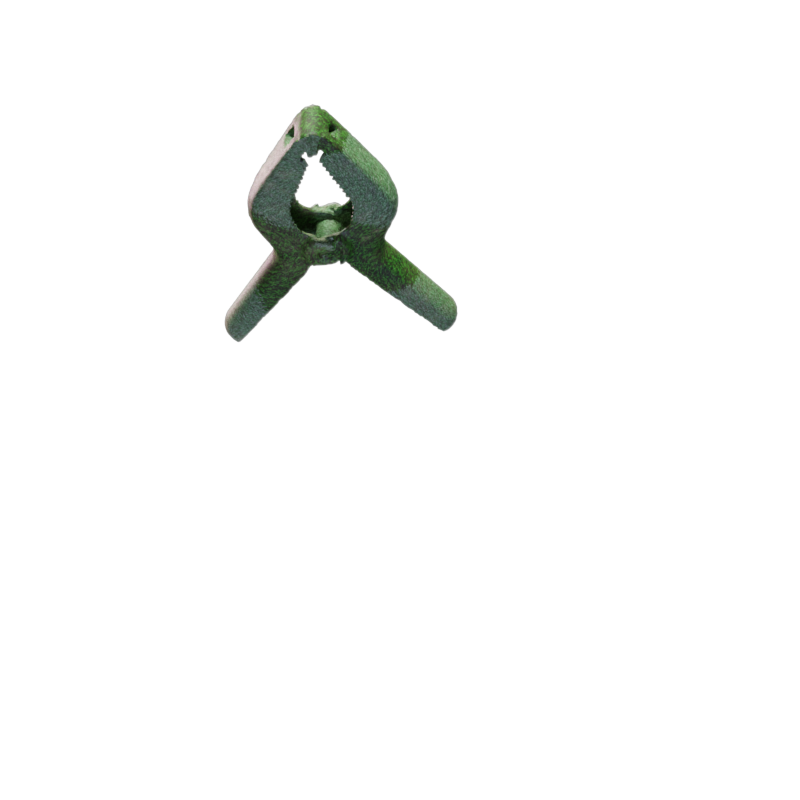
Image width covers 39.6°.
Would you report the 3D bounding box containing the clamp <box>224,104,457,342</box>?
[{"bbox_3d":[-0.057,-0.104,0.727,0.166,0.039,0.194,-7,-37,9],"label":"clamp"}]
